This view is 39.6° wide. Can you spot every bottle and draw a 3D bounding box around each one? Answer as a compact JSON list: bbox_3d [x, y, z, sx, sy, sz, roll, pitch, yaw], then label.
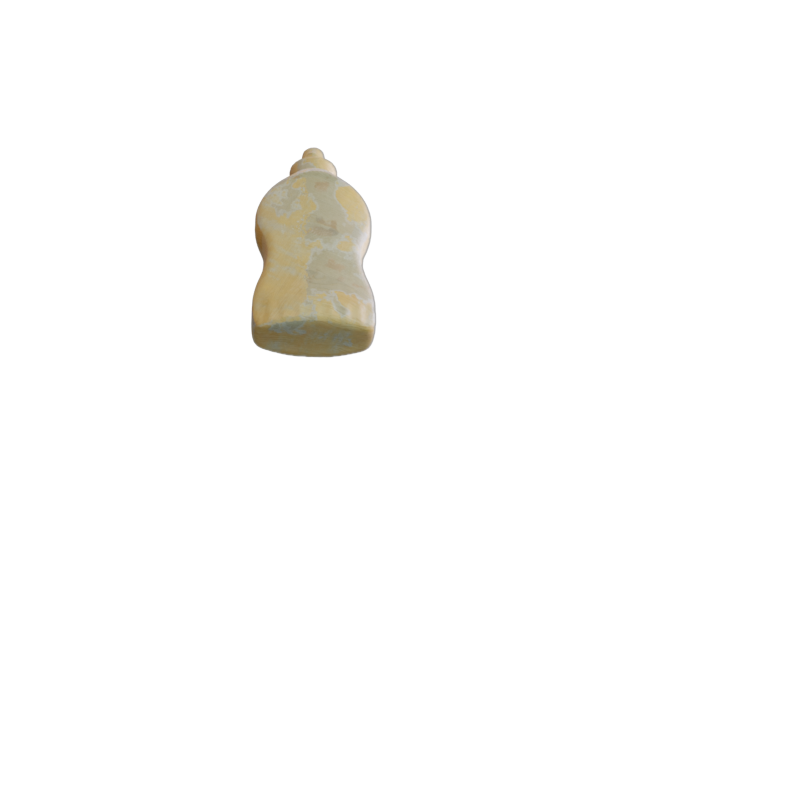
[{"bbox_3d":[-0.071,-0.129,0.905,0.096,0.205,0.055,0,-35,-3],"label":"bottle"}]
